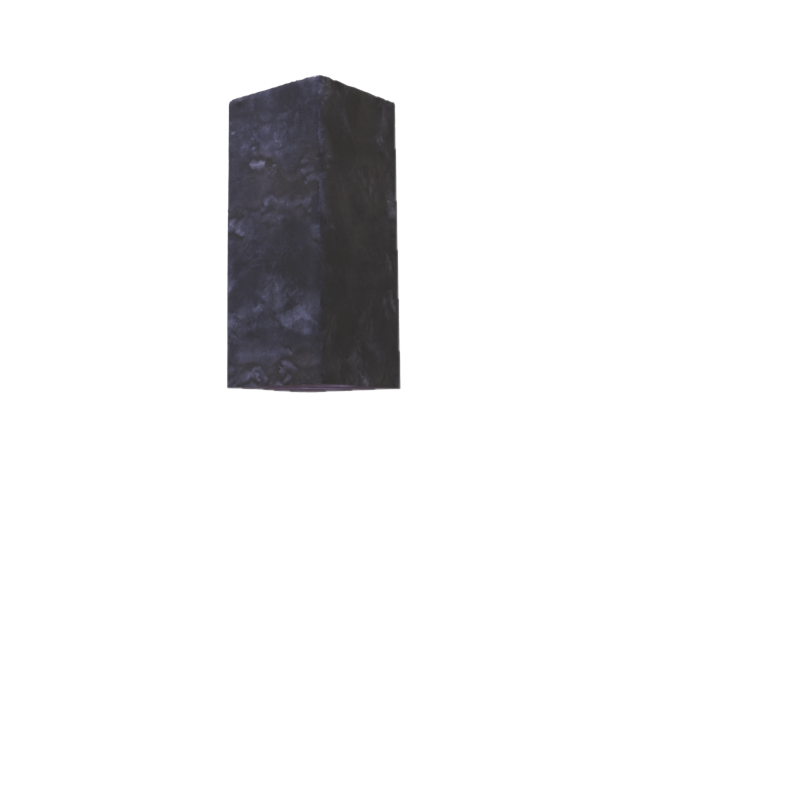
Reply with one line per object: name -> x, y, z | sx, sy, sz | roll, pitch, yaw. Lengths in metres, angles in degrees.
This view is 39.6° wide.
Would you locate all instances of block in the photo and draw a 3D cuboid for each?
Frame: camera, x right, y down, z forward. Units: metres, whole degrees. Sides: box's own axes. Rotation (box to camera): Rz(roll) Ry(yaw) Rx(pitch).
block -> -0.062, -0.112, 0.783 | 0.093, 0.211, 0.086 | -8, -11, 38
